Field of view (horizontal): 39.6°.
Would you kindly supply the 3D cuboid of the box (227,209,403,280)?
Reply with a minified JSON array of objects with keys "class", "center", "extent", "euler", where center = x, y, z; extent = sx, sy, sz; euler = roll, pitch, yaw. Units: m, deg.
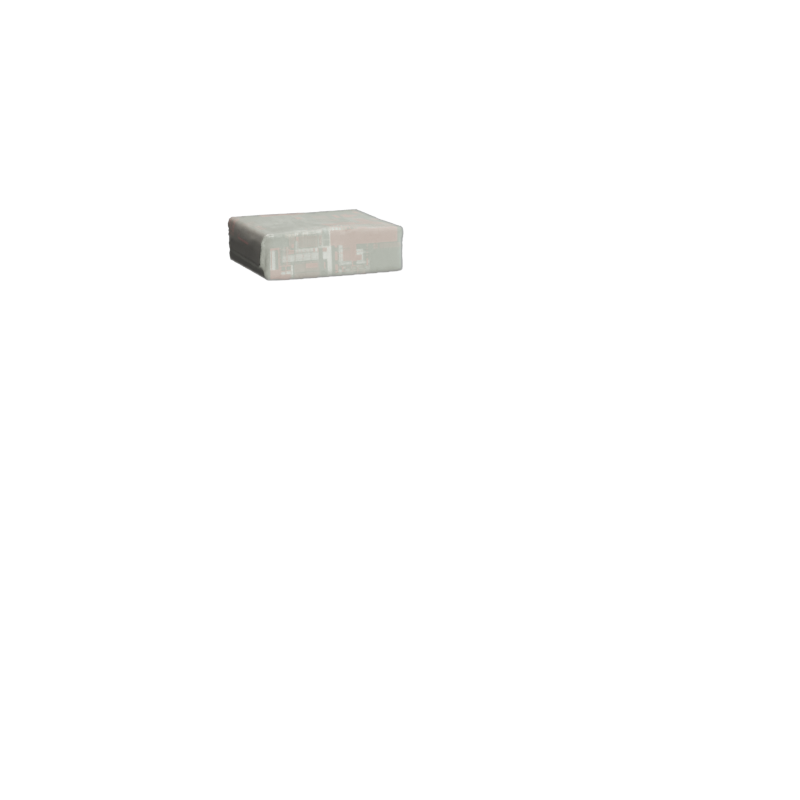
[{"class":"box","center":[-0.053,-0.096,0.673],"extent":[0.087,0.029,0.077],"euler":[-7,18,-21]}]
